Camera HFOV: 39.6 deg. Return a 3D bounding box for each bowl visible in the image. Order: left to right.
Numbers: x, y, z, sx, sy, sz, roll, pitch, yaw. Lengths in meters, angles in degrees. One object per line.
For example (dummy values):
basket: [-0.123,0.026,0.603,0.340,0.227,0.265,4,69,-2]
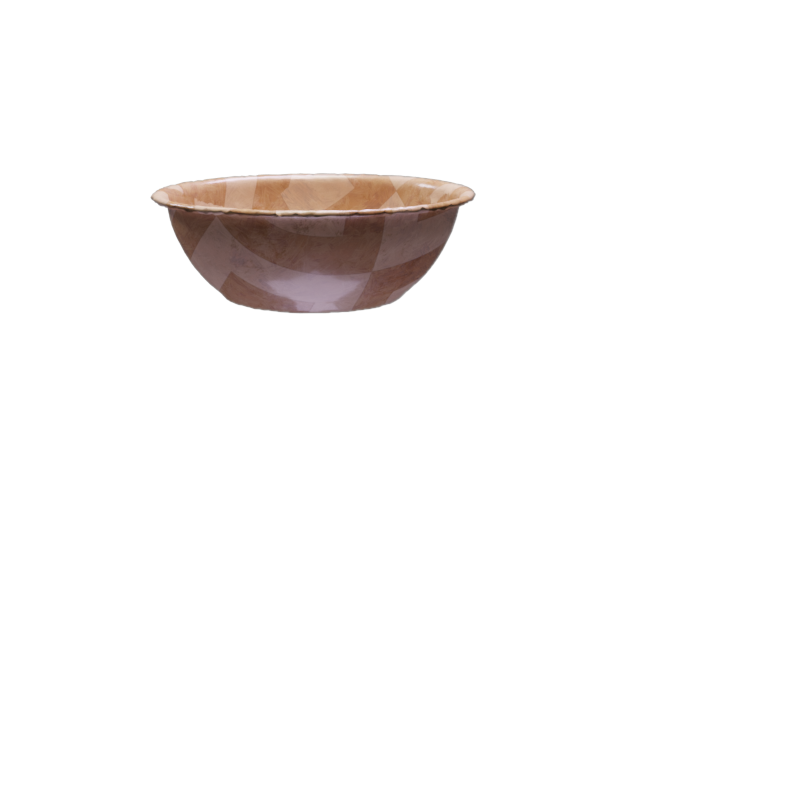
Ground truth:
bowl: [-0.044,-0.080,0.562,0.162,0.053,0.167,-1,16,-2]
